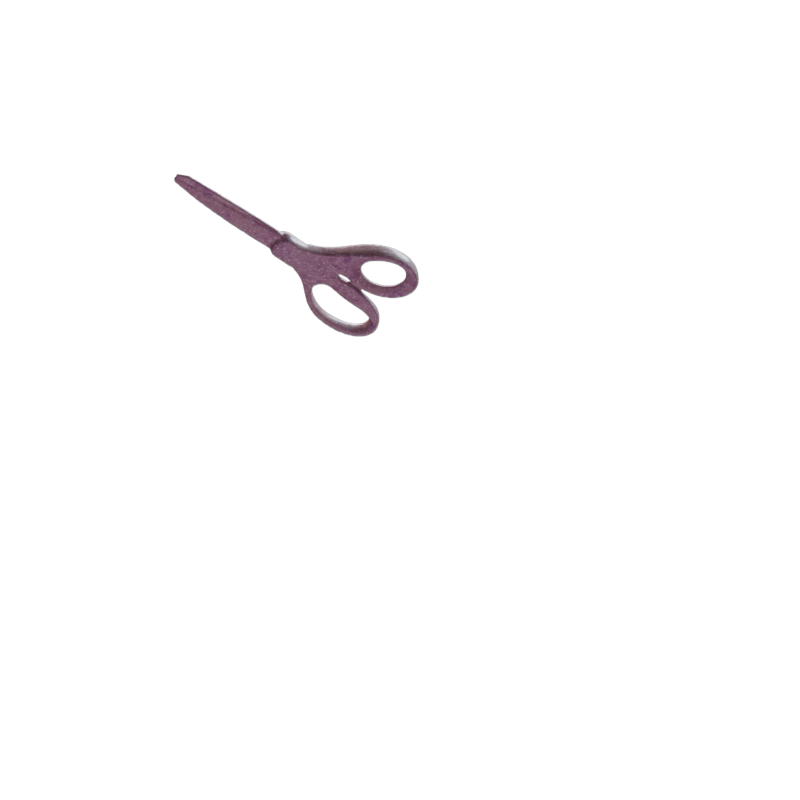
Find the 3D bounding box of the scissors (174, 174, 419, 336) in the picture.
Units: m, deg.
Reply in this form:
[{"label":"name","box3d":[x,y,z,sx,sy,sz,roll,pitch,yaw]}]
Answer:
[{"label":"scissors","box3d":[-0.062,-0.113,0.788,0.097,0.017,0.187,-23,-48,23]}]
